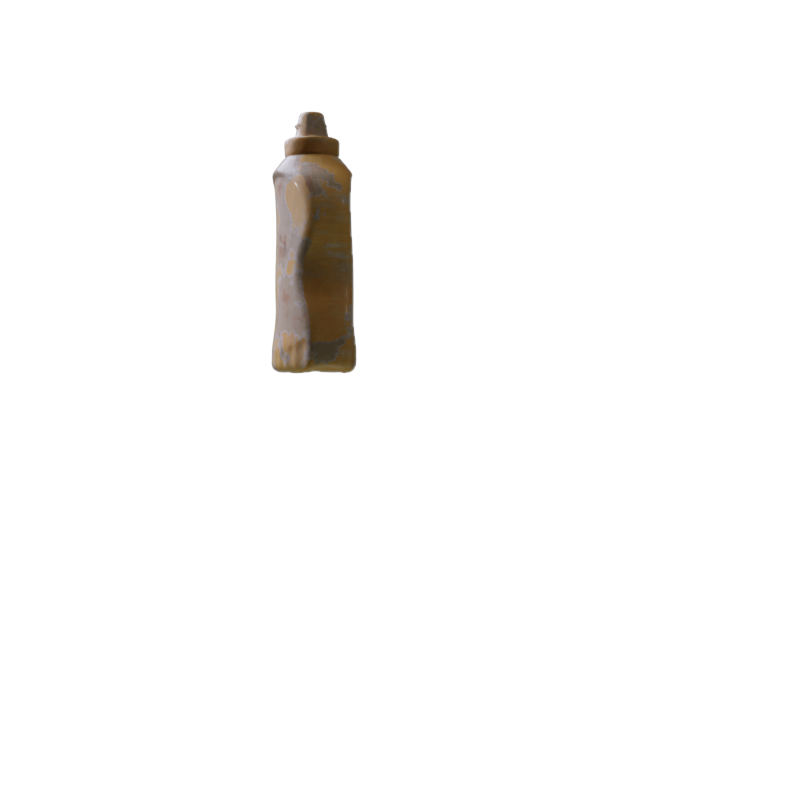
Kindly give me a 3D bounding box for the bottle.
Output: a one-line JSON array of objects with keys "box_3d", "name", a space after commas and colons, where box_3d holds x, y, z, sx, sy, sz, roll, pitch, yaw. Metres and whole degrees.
[{"box_3d": [-0.064, -0.117, 0.816, 0.057, 0.194, 0.097, 1, -5, -16], "name": "bottle"}]
